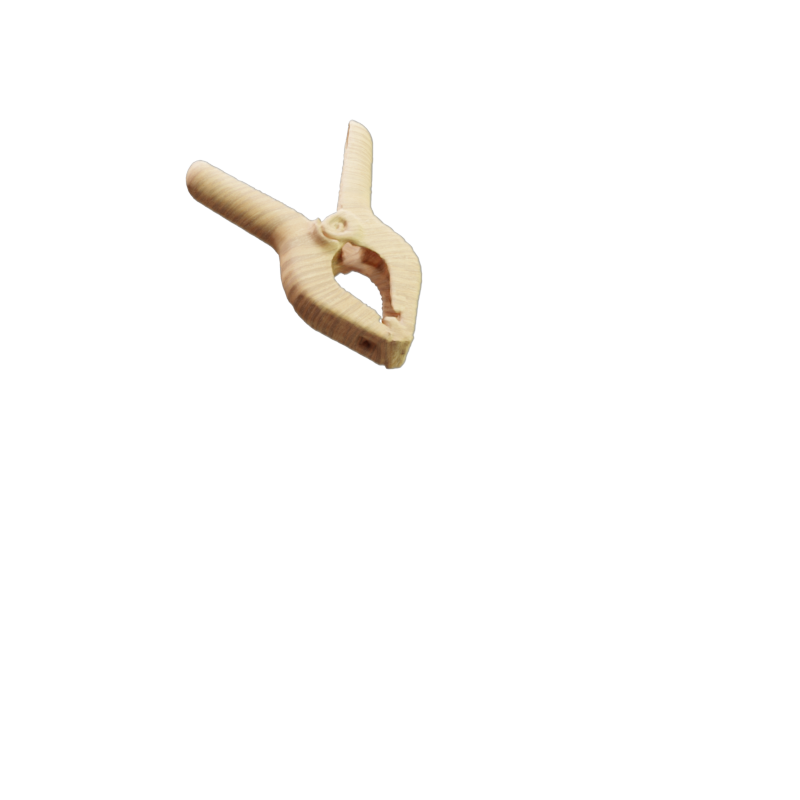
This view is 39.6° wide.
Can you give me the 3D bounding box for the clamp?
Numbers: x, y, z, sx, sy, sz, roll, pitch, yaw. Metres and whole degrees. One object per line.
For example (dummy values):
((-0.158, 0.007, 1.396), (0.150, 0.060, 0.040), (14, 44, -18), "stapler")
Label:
((-0.050, -0.090, 0.633), (0.119, 0.185, 0.037), (-15, -36, -11), "clamp")
